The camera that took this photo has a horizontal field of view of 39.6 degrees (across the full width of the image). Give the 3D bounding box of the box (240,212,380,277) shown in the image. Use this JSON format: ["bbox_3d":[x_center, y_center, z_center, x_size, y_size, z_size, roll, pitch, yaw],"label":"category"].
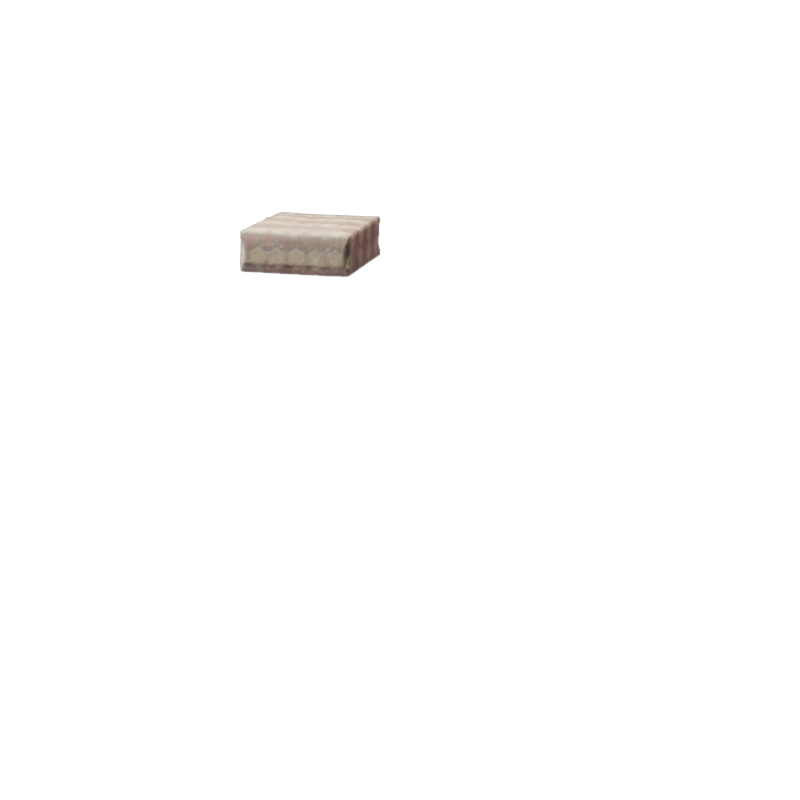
[{"bbox_3d":[-0.058,-0.105,0.738,0.075,0.029,0.090,4,18,14],"label":"box"}]
